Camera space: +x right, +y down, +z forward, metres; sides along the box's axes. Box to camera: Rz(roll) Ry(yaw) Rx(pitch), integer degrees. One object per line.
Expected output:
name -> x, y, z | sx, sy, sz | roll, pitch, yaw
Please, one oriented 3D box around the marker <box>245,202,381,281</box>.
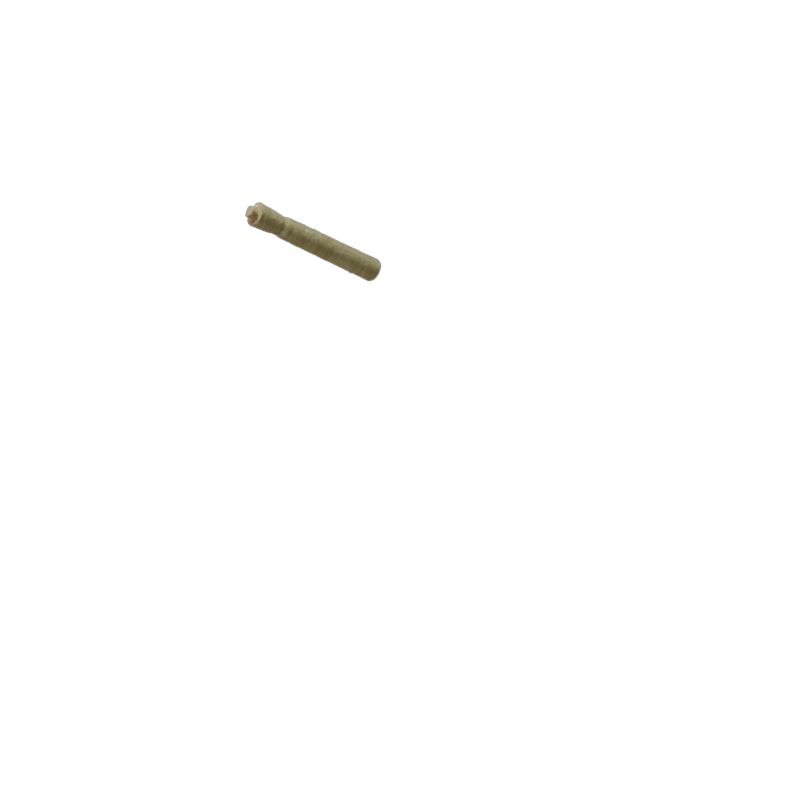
marker -> -0.065, -0.119, 0.832 | 0.114, 0.020, 0.020 | 22, -9, -33
